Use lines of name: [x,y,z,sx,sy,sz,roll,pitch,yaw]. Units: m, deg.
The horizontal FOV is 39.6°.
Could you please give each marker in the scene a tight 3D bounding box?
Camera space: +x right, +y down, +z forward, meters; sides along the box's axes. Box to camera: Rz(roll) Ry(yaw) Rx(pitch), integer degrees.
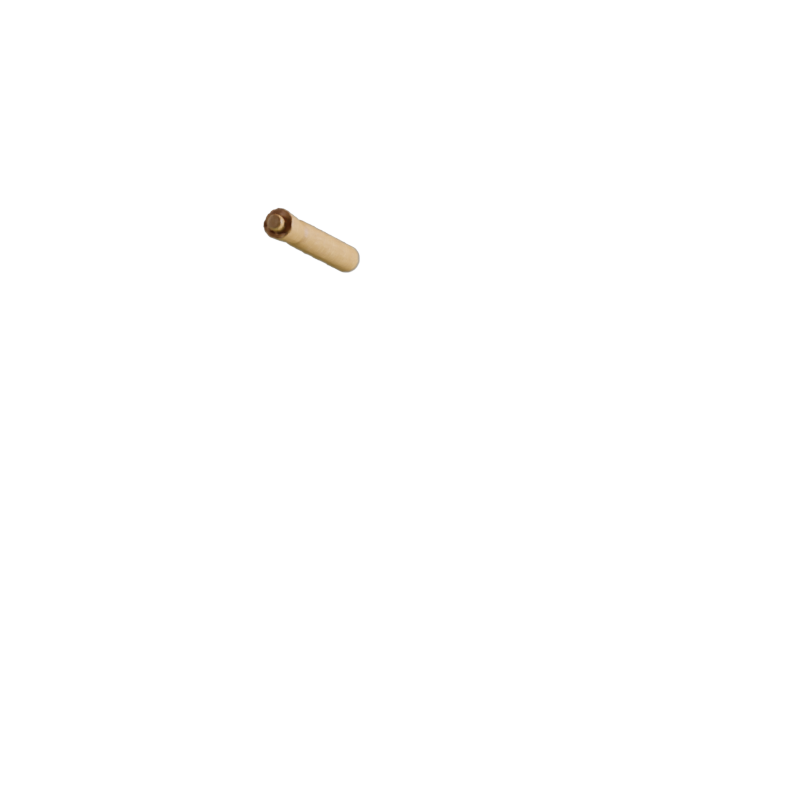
marker: [-0.055,-0.099,0.697,0.020,0.020,0.116,2,-4,19]
